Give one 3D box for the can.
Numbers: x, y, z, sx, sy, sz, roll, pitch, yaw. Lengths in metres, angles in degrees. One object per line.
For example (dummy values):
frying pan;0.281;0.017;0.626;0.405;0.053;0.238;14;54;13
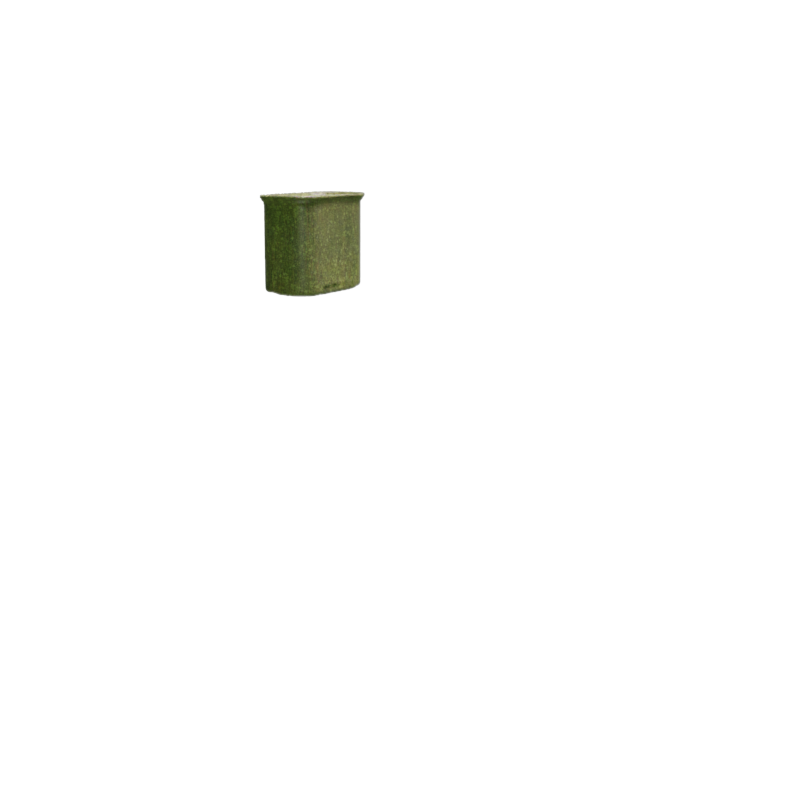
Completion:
can;-0.075;-0.136;0.955;0.060;0.082;0.100;5;10;31
